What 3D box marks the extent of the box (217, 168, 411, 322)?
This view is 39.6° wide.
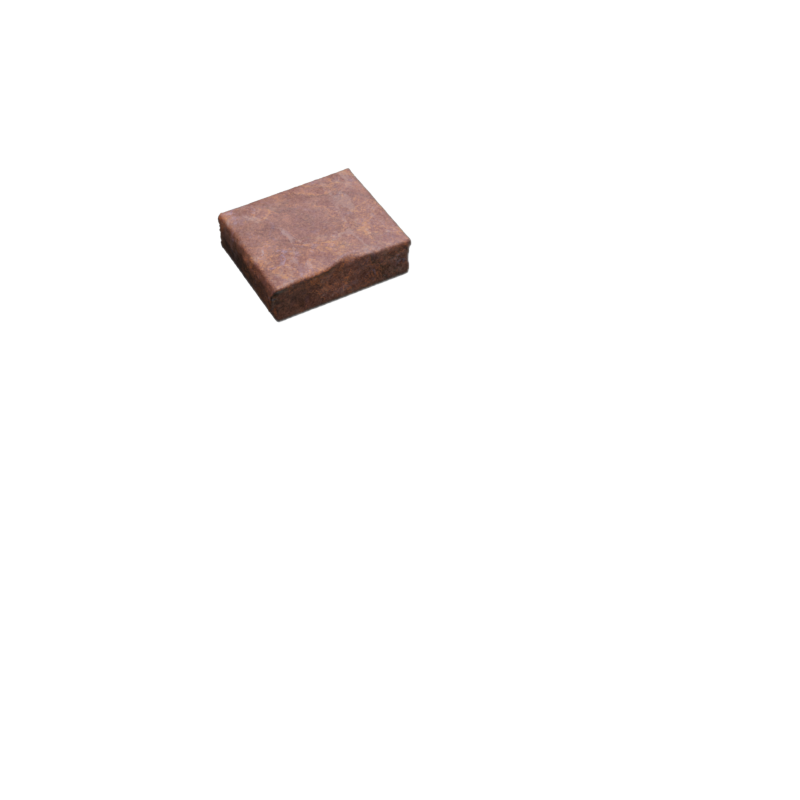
[{"bbox_3d":[-0.050,-0.091,0.637,0.089,0.028,0.079,-22,51,-20],"label":"box"}]
